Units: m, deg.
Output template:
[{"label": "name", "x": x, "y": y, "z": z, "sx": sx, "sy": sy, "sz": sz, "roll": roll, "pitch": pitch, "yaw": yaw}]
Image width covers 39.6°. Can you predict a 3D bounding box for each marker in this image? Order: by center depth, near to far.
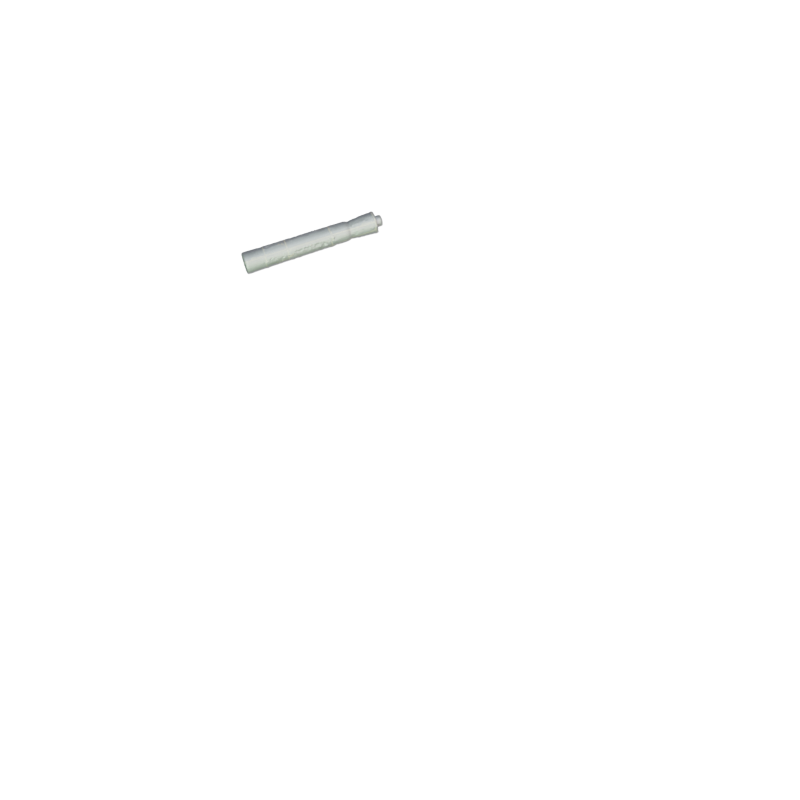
[{"label": "marker", "x": -0.072, "y": -0.132, "z": 0.926, "sx": 0.120, "sy": 0.020, "sz": 0.020, "roll": -19, "pitch": 7, "yaw": -6}]
